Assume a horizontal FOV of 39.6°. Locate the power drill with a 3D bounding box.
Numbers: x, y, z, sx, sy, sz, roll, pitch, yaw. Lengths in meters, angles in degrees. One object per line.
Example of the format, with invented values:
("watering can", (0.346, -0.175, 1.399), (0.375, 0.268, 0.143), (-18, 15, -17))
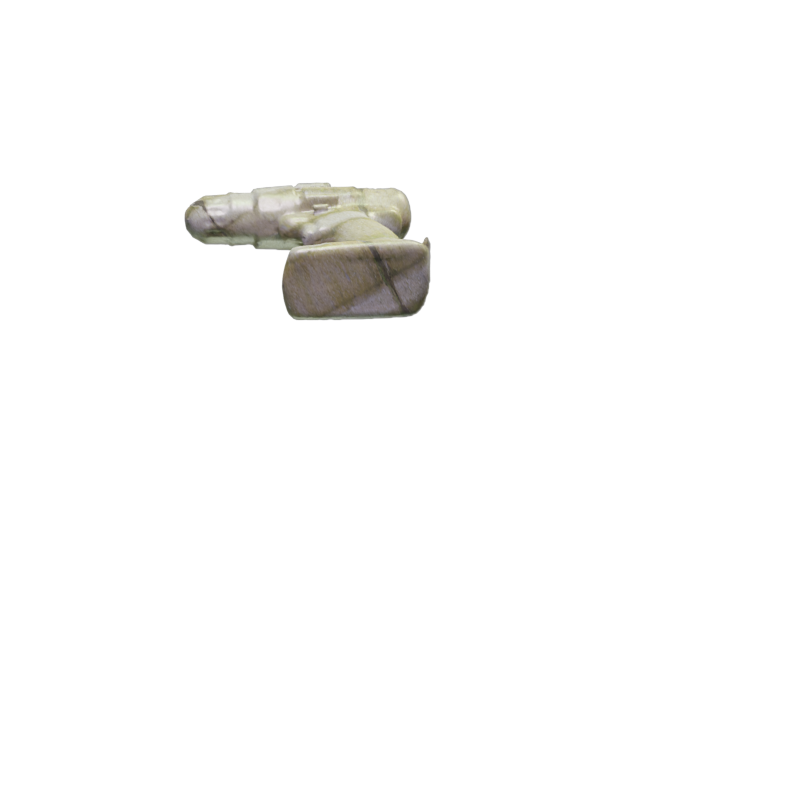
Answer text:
("power drill", (-0.066, -0.120, 0.839), (0.182, 0.055, 0.200), (-5, 26, -11))
